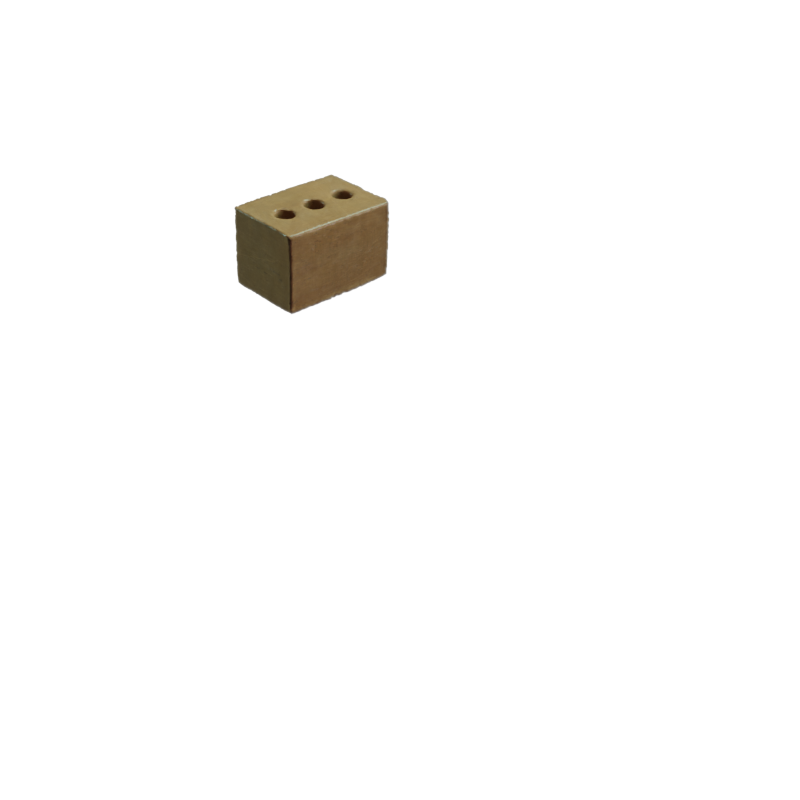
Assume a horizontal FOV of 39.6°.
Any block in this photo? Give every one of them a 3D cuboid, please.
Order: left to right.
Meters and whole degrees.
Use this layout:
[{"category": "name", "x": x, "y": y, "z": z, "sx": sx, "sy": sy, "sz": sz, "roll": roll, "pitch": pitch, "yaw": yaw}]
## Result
[{"category": "block", "x": -0.051, "y": -0.094, "z": 0.656, "sx": 0.077, "sy": 0.048, "sz": 0.056, "roll": -26, "pitch": 40, "yaw": -36}]
